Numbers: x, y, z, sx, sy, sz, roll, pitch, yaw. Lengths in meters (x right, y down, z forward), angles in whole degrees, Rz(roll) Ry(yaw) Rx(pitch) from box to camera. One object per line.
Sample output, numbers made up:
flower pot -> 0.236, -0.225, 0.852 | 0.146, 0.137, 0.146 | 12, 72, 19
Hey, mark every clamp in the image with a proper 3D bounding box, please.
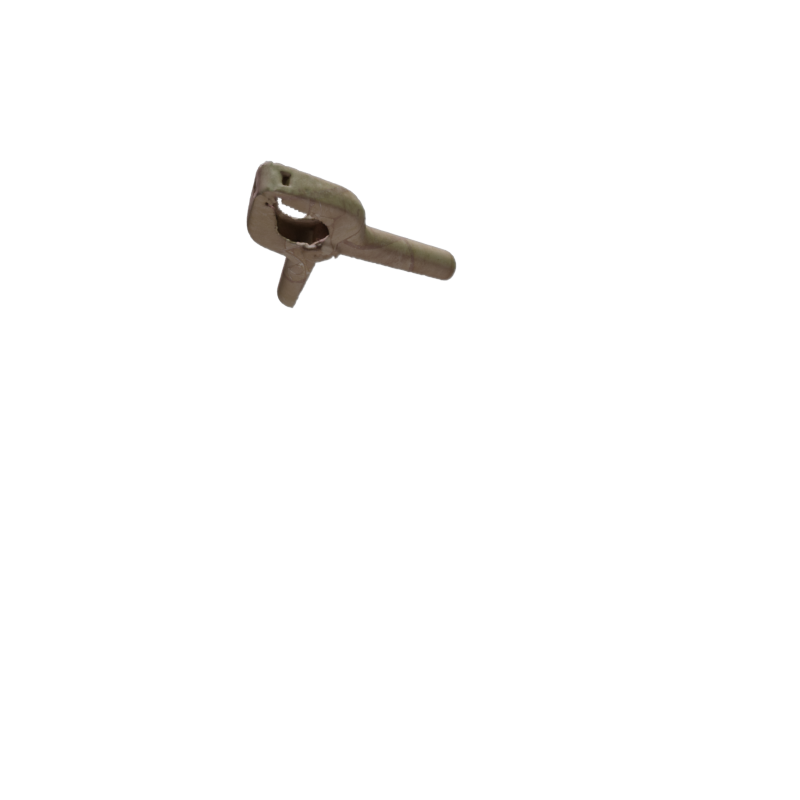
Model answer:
clamp -> -0.070, -0.129, 0.900 | 0.167, 0.038, 0.195 | -12, -24, 28
